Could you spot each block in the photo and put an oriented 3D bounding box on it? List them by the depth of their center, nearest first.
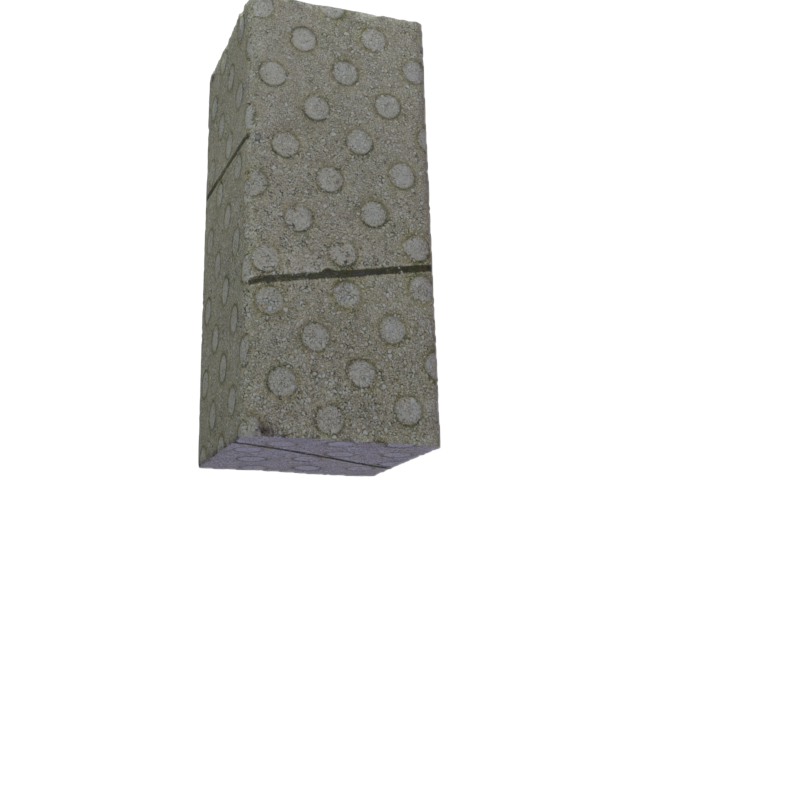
[{"bbox_3d":[-0.042,-0.076,0.529,0.088,0.216,0.089,5,-20,-19],"label":"block"}]
